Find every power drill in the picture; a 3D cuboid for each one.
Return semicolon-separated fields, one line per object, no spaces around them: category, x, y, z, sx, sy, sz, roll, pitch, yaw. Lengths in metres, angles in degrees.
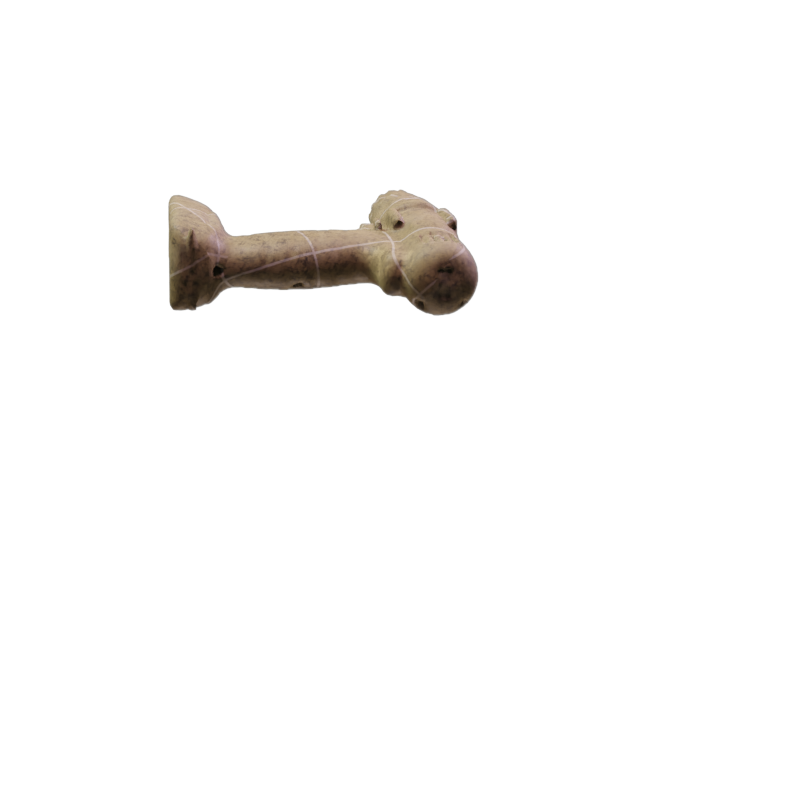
power drill;-0.056;-0.102;0.717;0.186;0.055;0.193;-3;20;-8
